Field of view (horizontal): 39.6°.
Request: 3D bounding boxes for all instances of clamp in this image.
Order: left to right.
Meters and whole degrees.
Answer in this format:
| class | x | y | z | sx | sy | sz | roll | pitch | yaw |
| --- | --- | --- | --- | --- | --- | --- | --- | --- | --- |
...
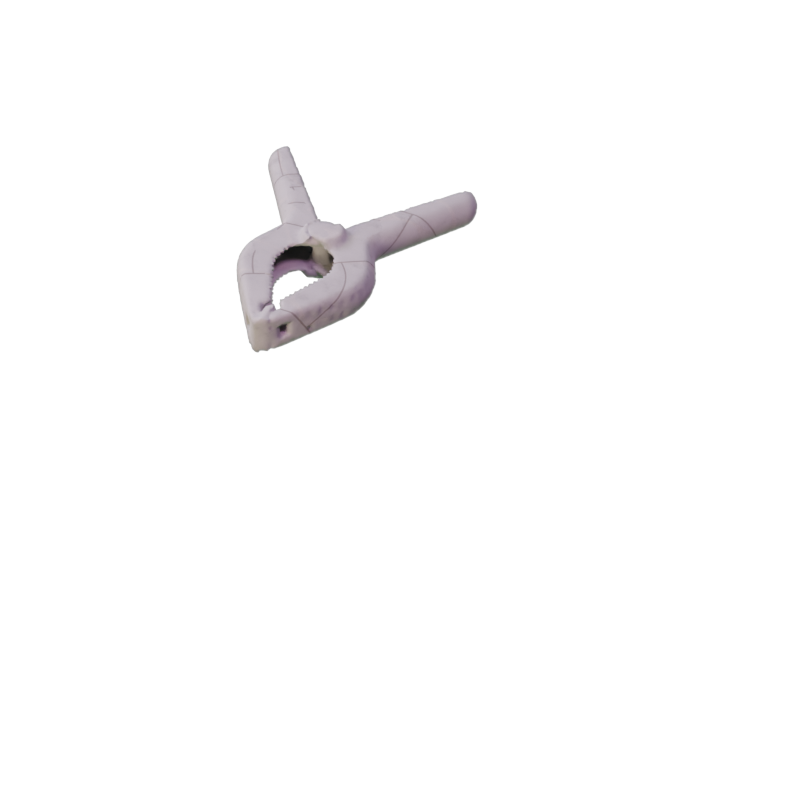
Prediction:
| class | x | y | z | sx | sy | sz | roll | pitch | yaw |
| --- | --- | --- | --- | --- | --- | --- | --- | --- | --- |
| clamp | -0.061 | -0.111 | 0.775 | 0.172 | 0.034 | 0.216 | 20 | 45 | 21 |
